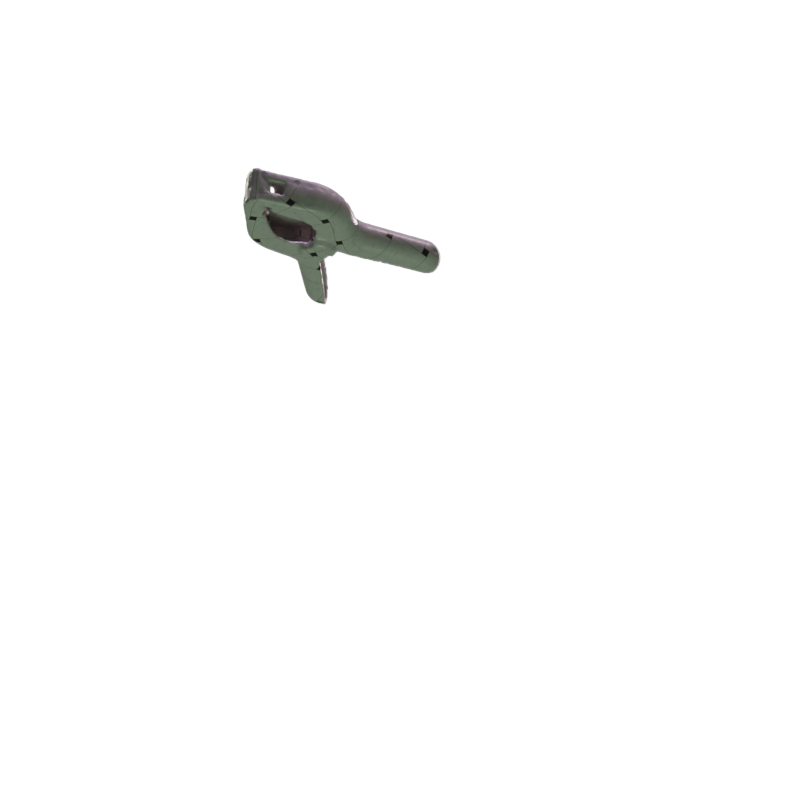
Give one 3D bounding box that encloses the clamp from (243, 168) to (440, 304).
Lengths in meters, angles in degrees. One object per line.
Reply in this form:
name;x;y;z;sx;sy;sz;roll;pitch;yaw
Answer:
clamp;-0.066;-0.120;0.840;0.120;0.042;0.160;-26;-39;37
